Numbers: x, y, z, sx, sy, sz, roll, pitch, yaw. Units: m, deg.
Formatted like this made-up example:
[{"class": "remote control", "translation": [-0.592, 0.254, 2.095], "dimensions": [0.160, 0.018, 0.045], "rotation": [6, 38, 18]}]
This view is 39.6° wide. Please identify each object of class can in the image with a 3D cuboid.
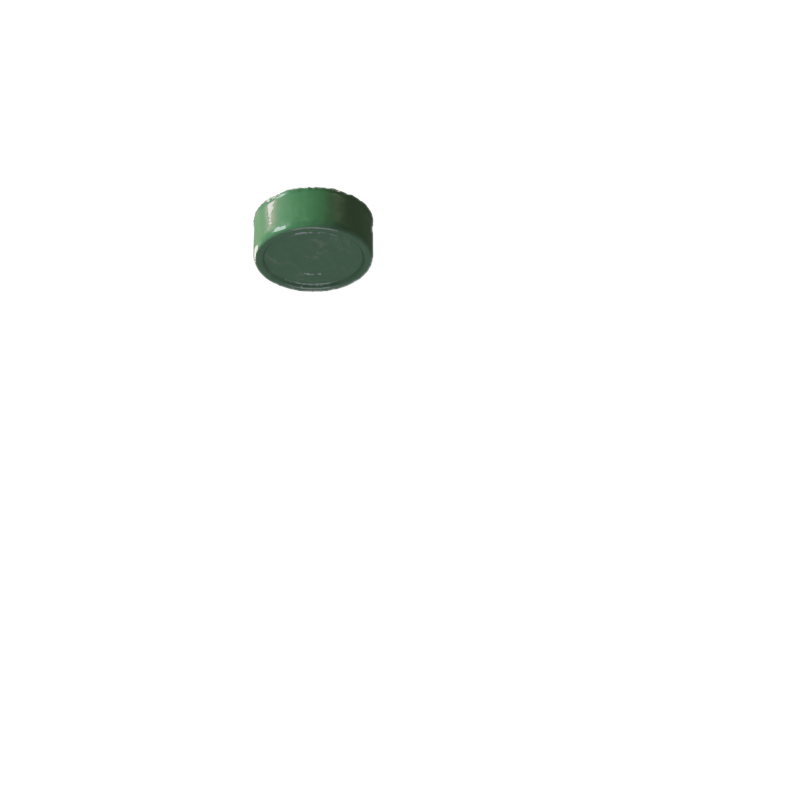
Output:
[{"class": "can", "translation": [-0.061, -0.112, 0.784], "dimensions": [0.086, 0.036, 0.081], "rotation": [1, -29, -2]}]
